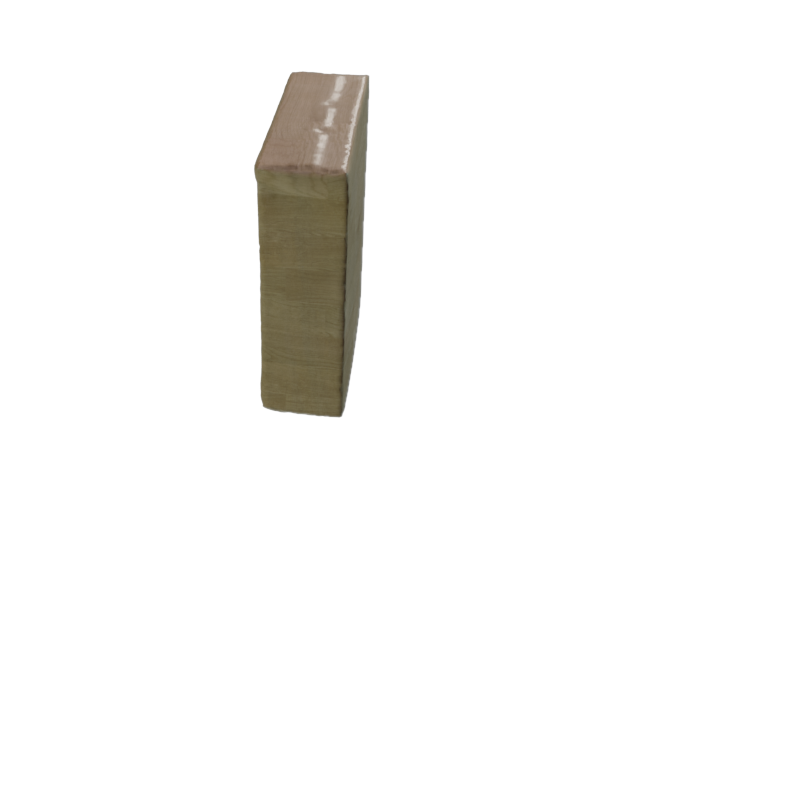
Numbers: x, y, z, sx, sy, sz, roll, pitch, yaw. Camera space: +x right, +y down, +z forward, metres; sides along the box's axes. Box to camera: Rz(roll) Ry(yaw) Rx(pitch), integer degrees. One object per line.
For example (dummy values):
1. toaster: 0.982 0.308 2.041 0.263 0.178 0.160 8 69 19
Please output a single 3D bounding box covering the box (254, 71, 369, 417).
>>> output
1. box: -0.067 -0.122 0.852 0.072 0.200 0.174 4 36 2
